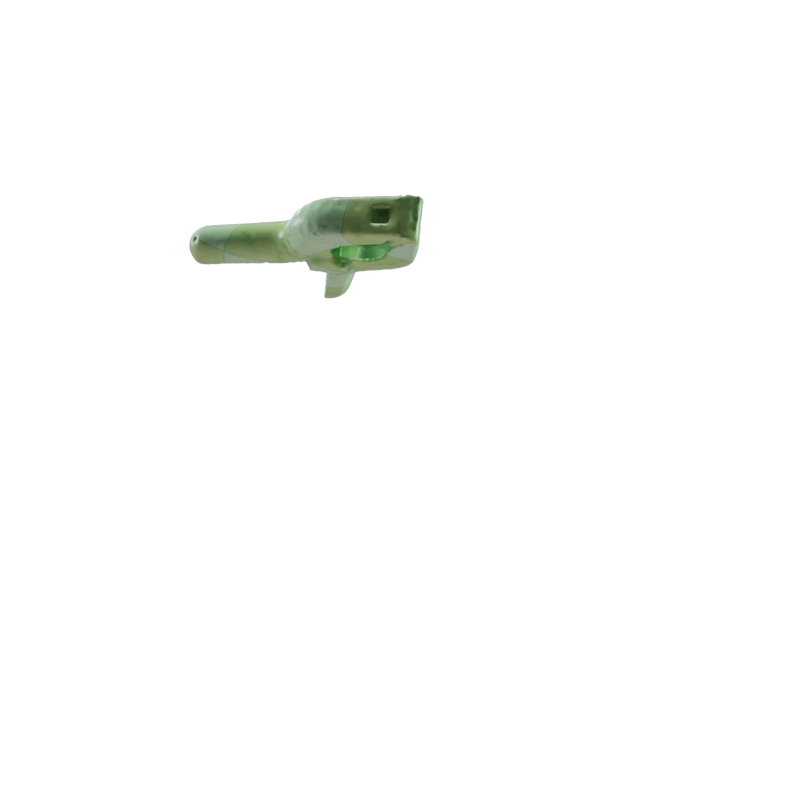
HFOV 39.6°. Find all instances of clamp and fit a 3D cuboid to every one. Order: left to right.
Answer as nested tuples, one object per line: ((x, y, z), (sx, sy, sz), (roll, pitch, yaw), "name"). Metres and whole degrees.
((-0.054, -0.098, 0.686), (0.116, 0.040, 0.172), (5, -11, -28), "clamp")
